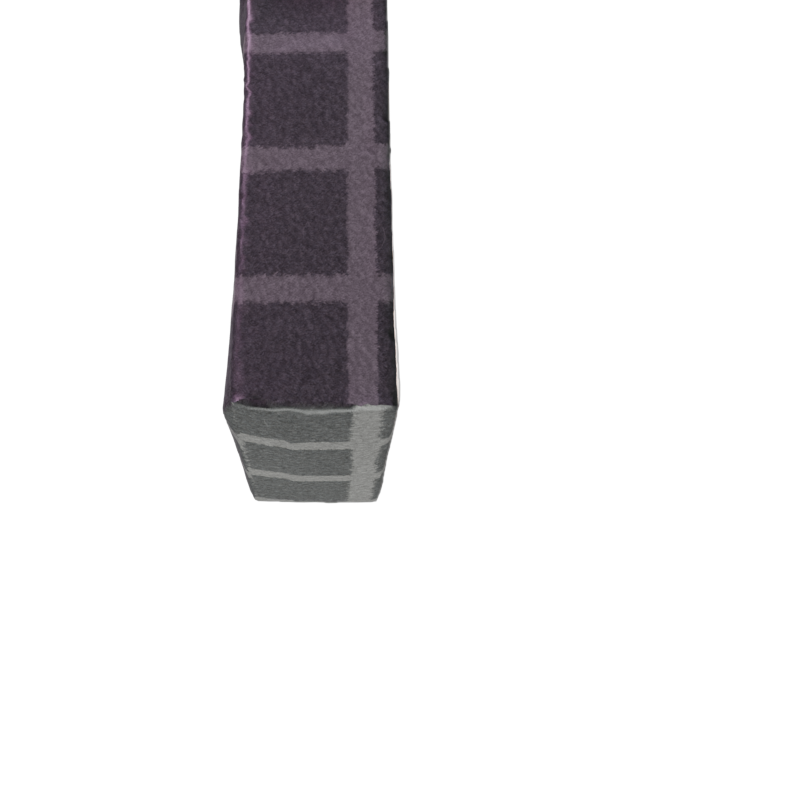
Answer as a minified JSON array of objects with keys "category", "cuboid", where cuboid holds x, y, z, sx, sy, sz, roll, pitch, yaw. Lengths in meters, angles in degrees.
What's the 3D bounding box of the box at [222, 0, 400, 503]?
[{"category":"box","cuboid":[-0.041,-0.074,0.521,0.072,0.225,0.156,-1,-22,-3]}]
